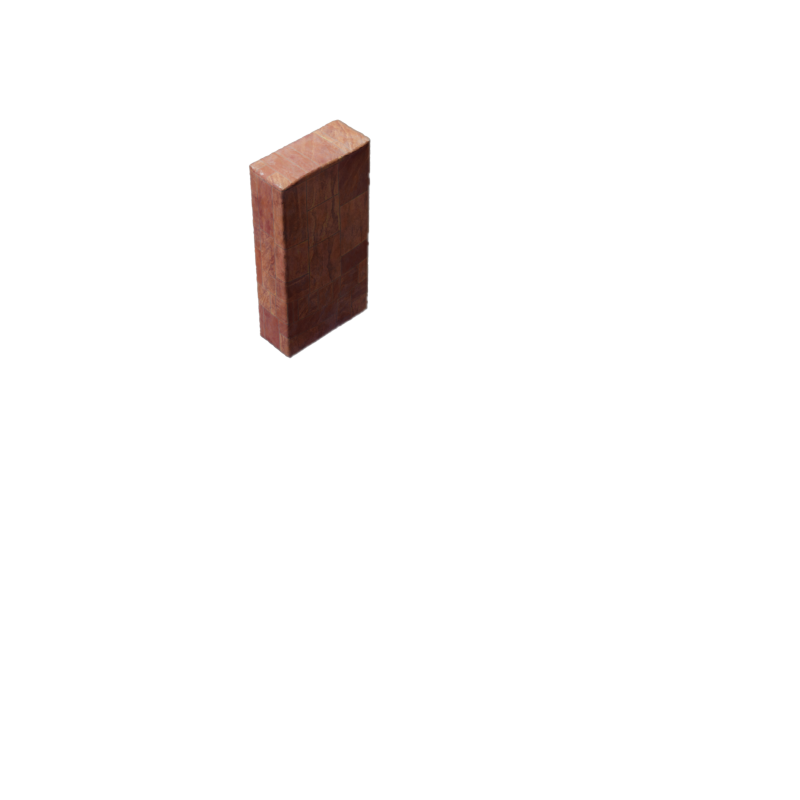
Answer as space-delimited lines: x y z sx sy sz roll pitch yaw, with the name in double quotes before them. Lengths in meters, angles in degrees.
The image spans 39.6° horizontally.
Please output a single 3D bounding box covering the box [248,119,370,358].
"box" -0.069 -0.126 0.882 0.094 0.164 0.051 -34 57 -31
